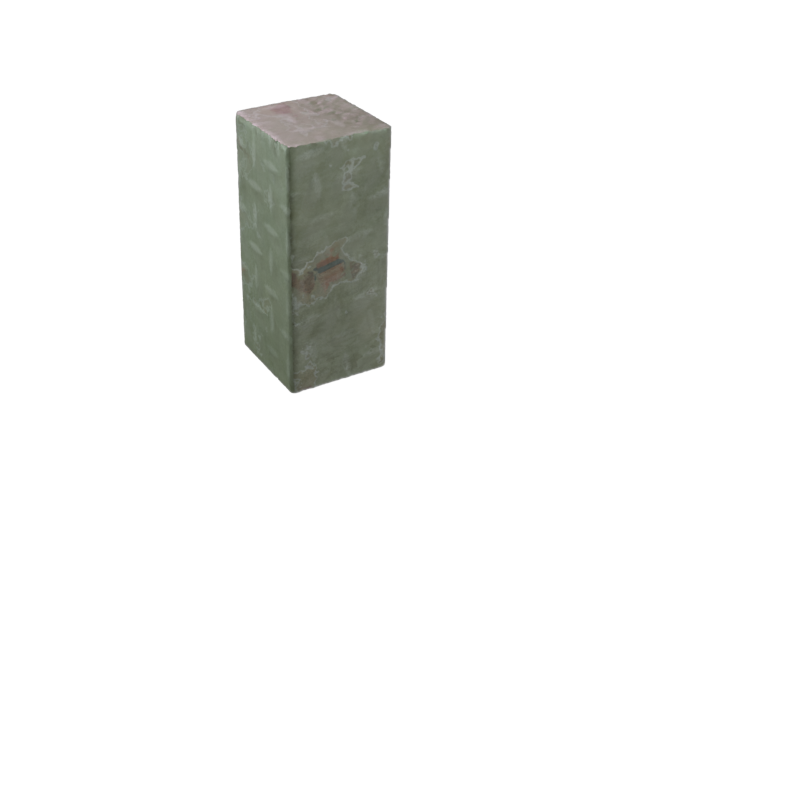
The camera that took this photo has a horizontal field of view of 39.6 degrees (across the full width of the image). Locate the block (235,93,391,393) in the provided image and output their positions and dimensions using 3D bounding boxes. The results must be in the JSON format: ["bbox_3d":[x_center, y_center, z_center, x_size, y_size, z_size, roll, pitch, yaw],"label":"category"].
[{"bbox_3d":[-0.069,-0.124,0.870,0.089,0.194,0.098,-15,33,-28],"label":"block"}]
